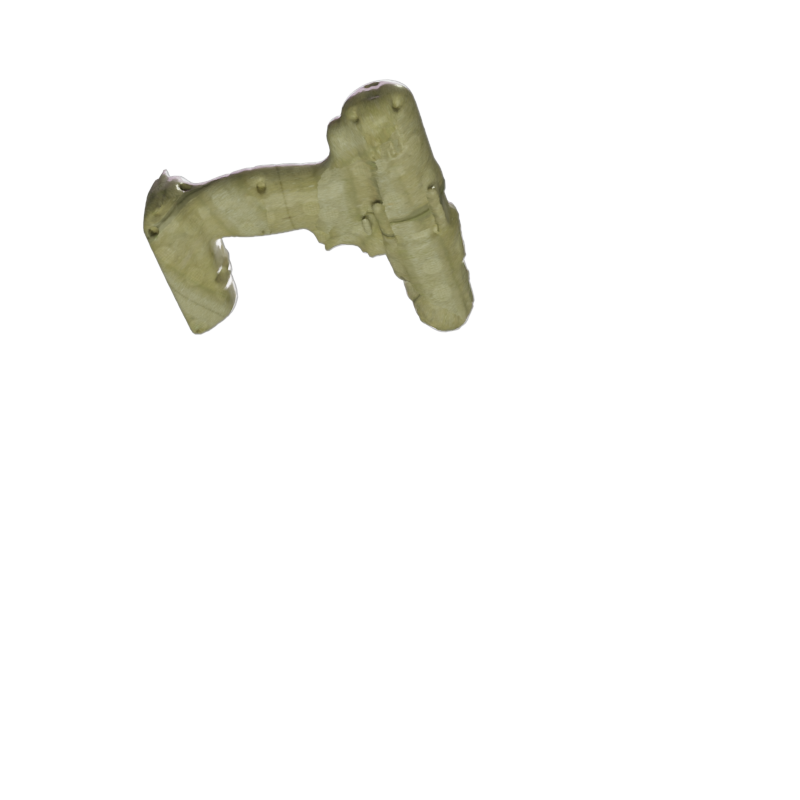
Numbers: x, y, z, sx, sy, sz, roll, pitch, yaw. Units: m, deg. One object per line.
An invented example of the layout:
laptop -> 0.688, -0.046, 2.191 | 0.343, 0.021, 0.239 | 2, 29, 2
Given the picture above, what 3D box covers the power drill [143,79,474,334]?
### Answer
power drill -> -0.056, -0.102, 0.711 | 0.189, 0.172, 0.061 | -14, 34, 9
